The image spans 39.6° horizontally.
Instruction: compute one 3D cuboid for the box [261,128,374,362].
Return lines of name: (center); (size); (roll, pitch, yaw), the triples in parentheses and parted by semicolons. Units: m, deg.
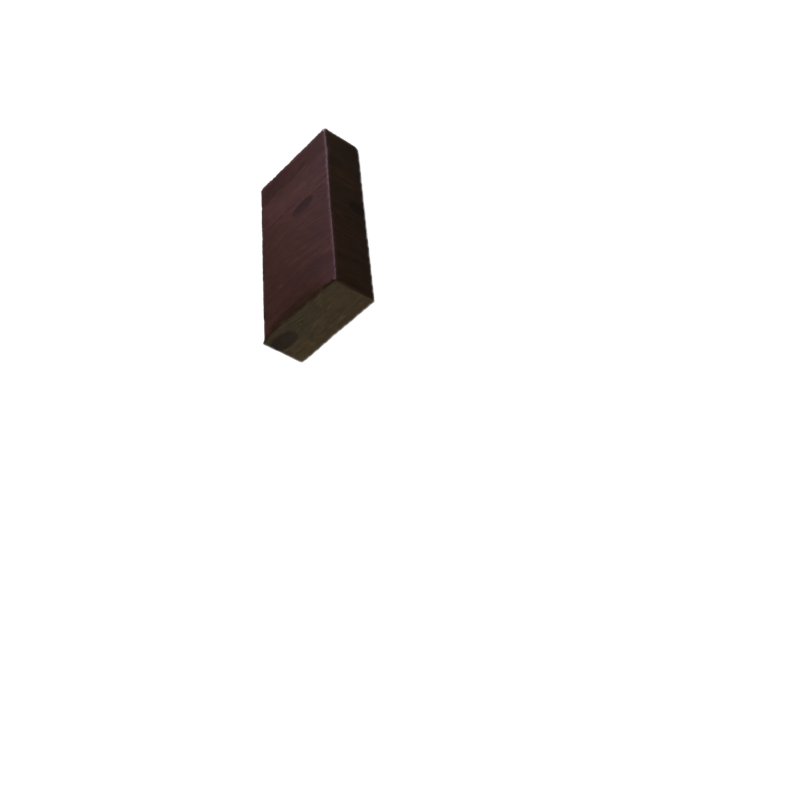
box: (-0.070, -0.128, 0.894); (0.045, 0.189, 0.092); (29, -51, -31)
